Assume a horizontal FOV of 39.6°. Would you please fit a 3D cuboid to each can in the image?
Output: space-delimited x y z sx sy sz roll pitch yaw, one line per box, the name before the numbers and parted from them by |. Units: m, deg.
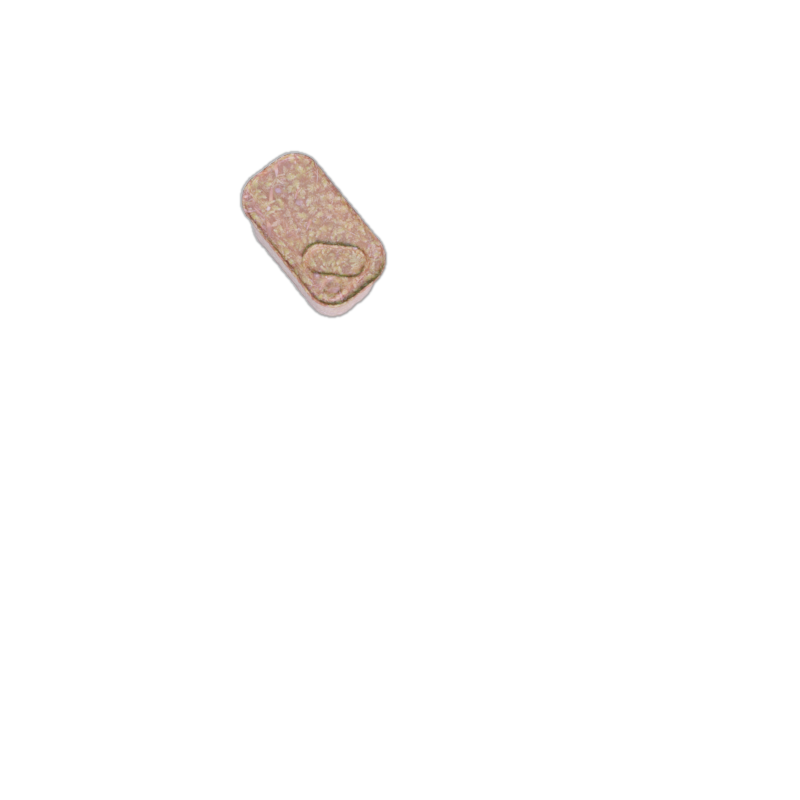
can | -0.058 -0.106 0.741 0.058 0.104 0.082 -38 -5 -6
